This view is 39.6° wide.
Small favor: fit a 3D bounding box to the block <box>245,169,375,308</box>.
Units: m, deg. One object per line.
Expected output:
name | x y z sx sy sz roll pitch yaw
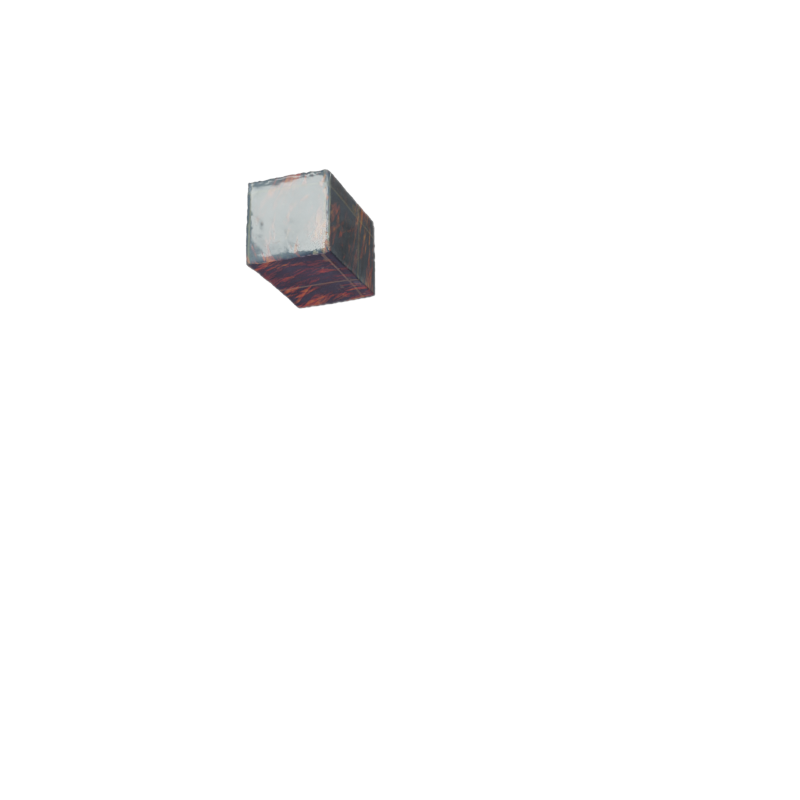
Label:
block | -0.051 -0.093 0.651 0.054 0.054 0.073 -8 -20 18
